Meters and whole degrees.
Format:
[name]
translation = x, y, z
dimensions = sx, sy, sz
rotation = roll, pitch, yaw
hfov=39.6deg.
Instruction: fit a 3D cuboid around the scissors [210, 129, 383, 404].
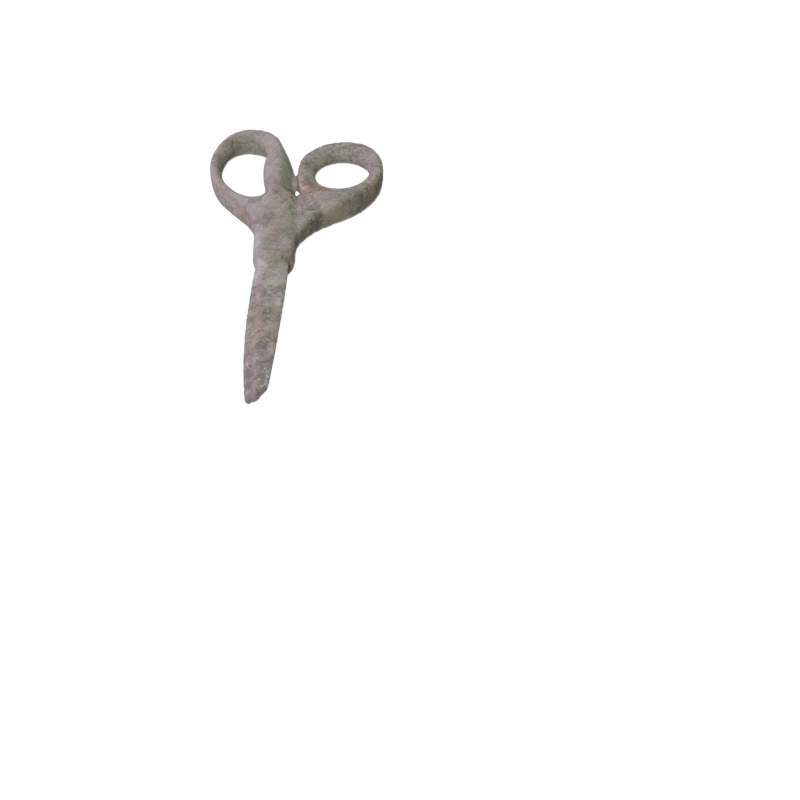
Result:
[scissors]
translation = -0.040, -0.073, 0.511
dimensions = 0.095, 0.015, 0.218
rotation = -9, 41, -11
